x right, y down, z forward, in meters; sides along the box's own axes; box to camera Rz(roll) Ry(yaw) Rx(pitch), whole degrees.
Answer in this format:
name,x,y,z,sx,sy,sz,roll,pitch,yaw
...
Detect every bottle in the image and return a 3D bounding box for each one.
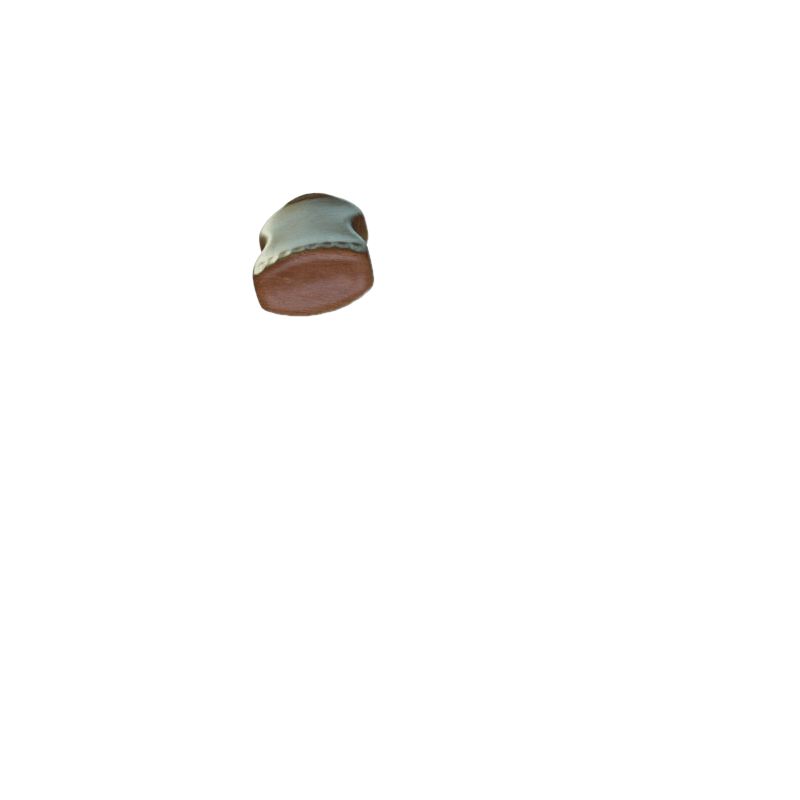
name,x,y,z,sx,sy,sz,roll,pitch,yaw
bottle,-0.076,-0.138,0.967,0.096,0.055,0.202,-14,27,3
